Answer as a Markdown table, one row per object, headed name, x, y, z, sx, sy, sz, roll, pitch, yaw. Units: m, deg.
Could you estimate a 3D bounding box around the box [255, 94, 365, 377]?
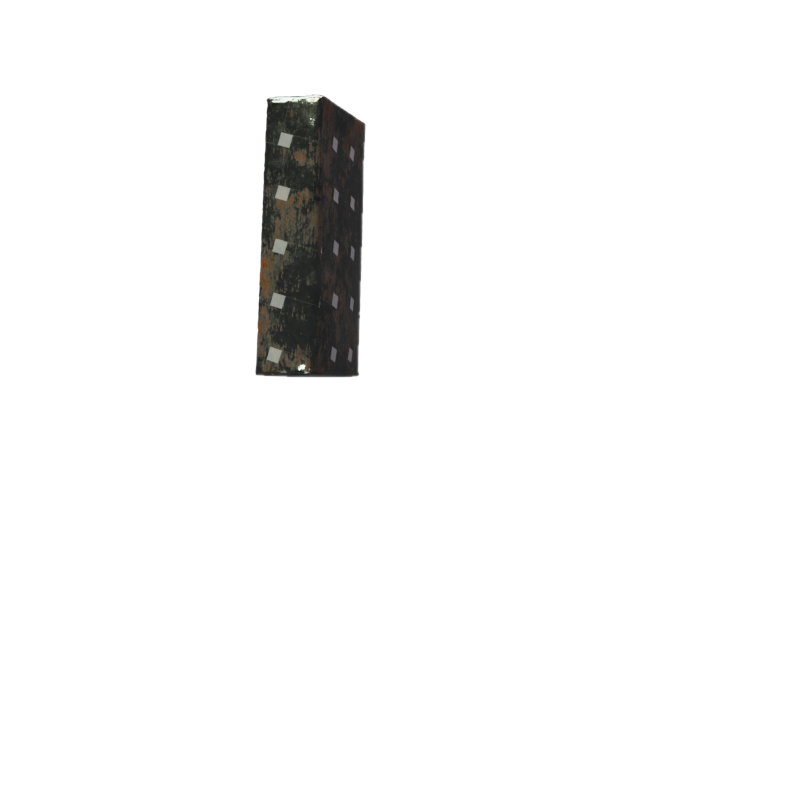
| name | x | y | z | sx | sy | sz | roll | pitch | yaw |
| --- | --- | --- | --- | --- | --- | --- | --- | --- | --- |
| box | -0.057 | -0.104 | 0.728 | 0.049 | 0.179 | 0.090 | -2 | -6 | 17 |
